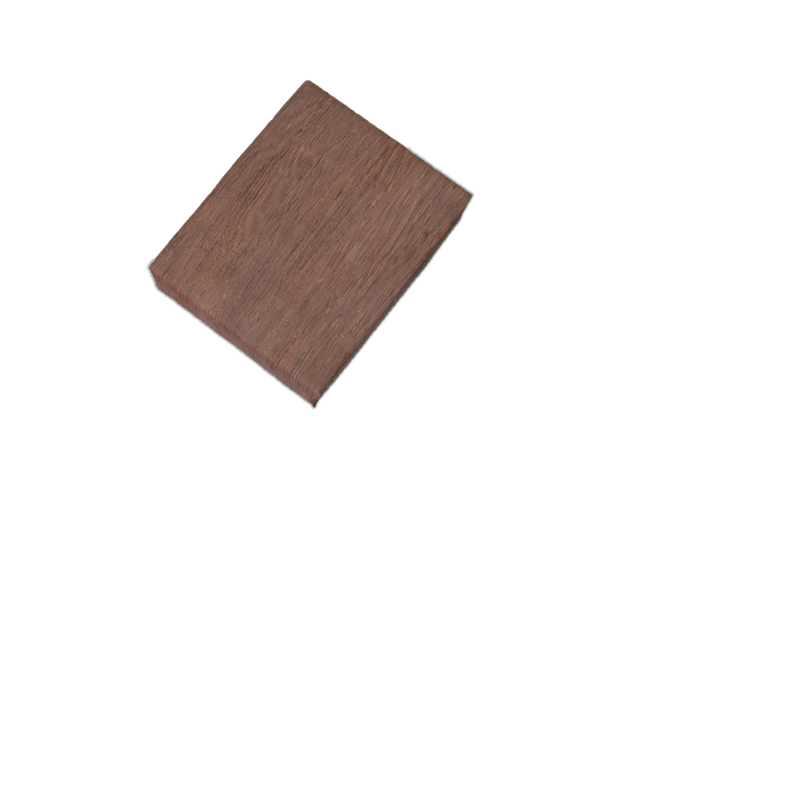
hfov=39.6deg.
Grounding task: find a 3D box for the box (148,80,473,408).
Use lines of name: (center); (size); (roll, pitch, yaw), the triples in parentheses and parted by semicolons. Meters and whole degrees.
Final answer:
box: (-0.037, -0.068, 0.478); (0.092, 0.115, 0.037); (35, -13, 9)
